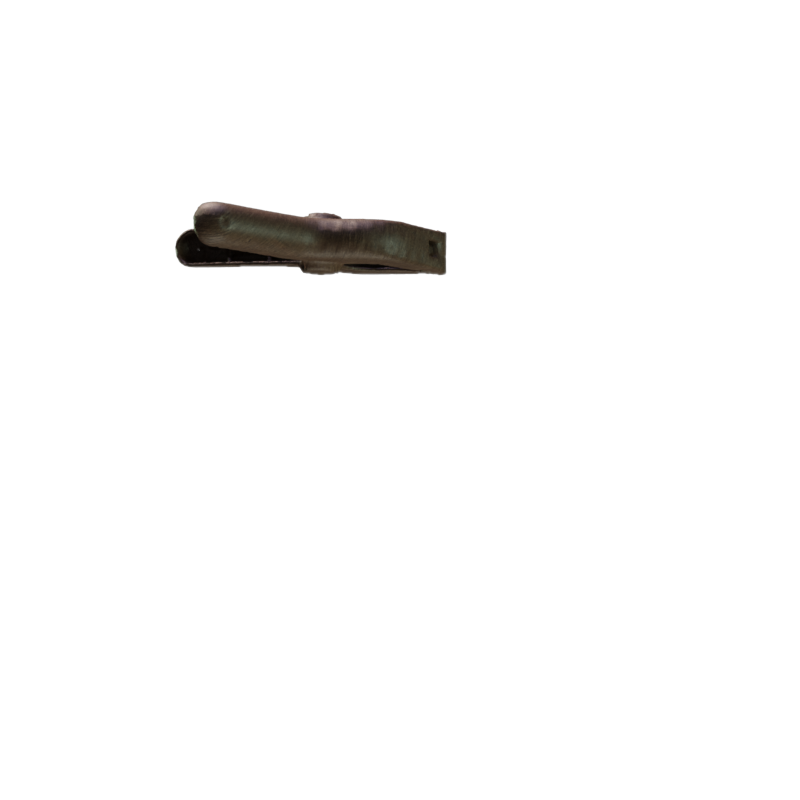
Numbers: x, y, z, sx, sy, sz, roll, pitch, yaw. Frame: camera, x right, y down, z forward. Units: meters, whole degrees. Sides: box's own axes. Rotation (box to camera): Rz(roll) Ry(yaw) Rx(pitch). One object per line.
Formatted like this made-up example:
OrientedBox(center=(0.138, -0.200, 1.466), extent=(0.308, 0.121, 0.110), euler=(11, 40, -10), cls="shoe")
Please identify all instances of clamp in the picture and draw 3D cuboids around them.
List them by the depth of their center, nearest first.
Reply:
OrientedBox(center=(-0.052, -0.095, 0.668), extent=(0.170, 0.039, 0.121), euler=(0, 4, -5), cls="clamp")
